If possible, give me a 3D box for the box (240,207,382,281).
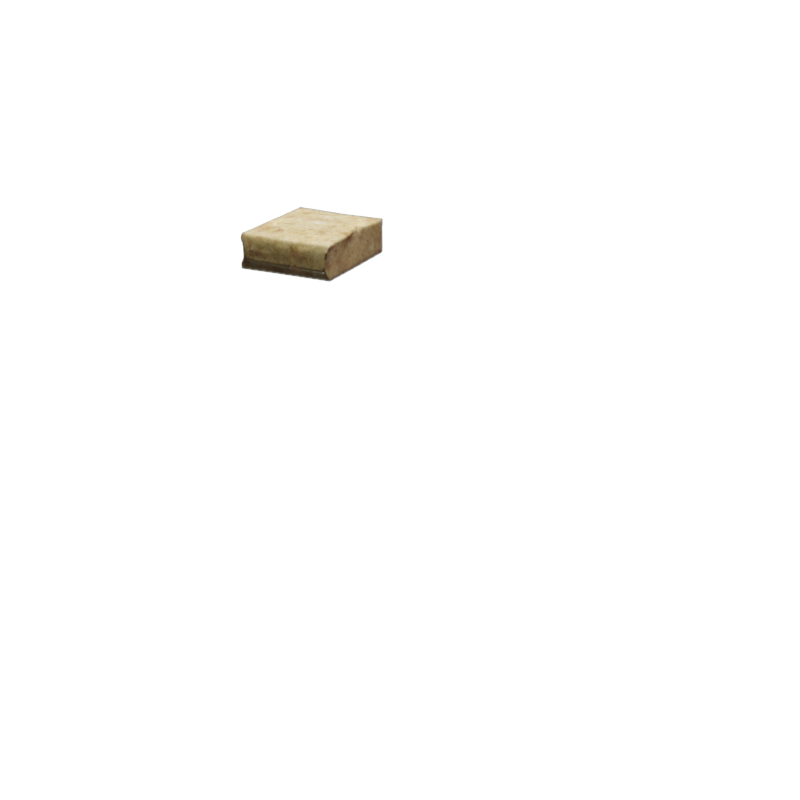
[{"bbox_3d":[-0.064,-0.117,0.817,0.076,0.029,0.090,11,25,25],"label":"box"}]
